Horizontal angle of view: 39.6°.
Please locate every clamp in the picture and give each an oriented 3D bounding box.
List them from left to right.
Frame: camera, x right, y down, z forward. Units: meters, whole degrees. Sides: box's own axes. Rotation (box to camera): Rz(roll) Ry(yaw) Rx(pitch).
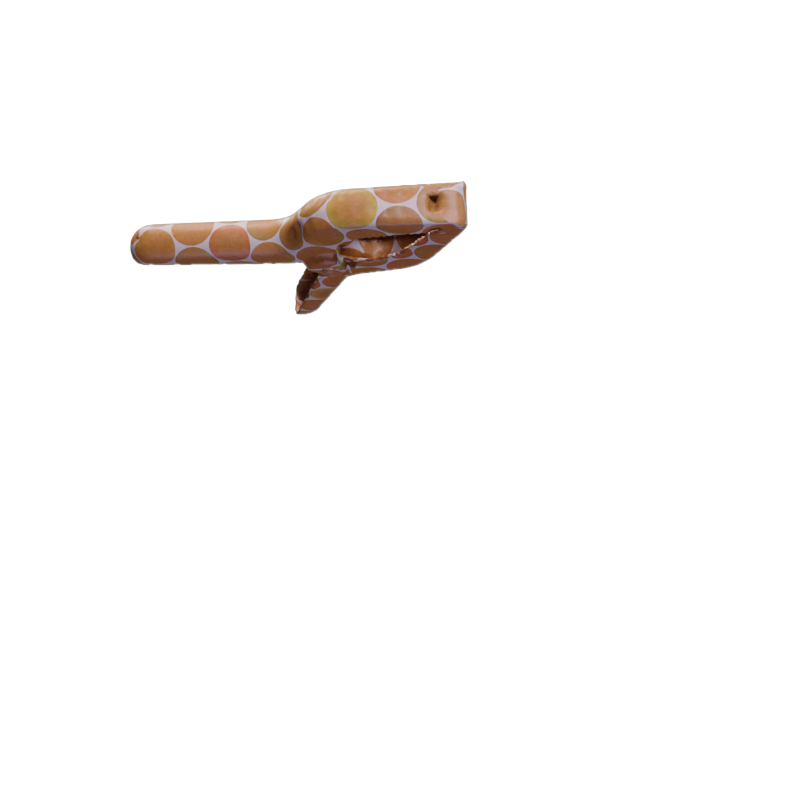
[{"bbox_3d":[-0.054,-0.098,0.687,0.156,0.038,0.213,11,-16,-42],"label":"clamp"}]
